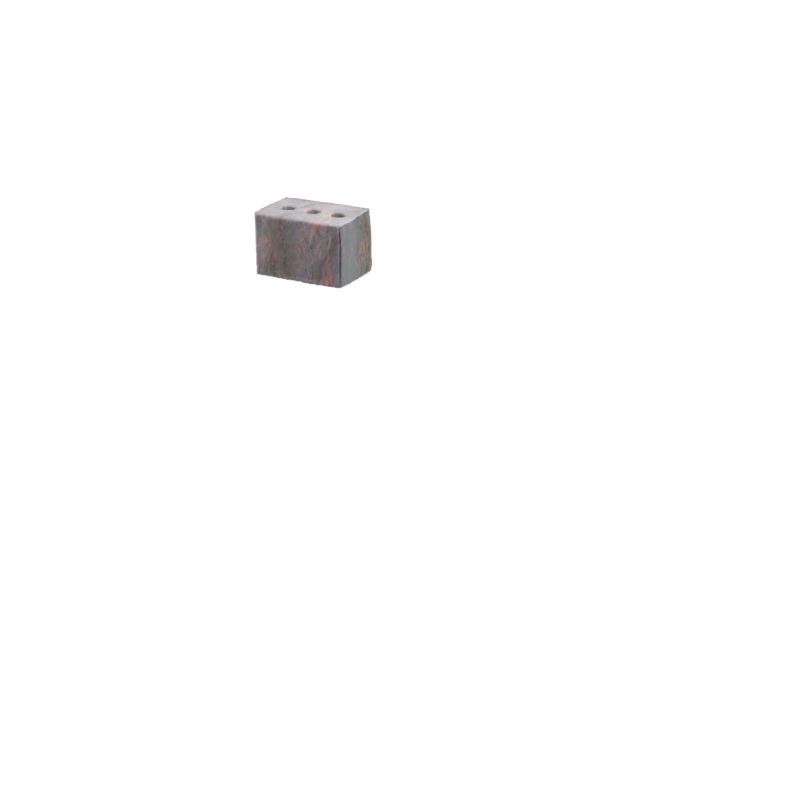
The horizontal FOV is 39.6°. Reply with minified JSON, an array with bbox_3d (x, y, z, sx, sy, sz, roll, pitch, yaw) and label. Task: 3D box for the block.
[{"bbox_3d":[-0.067,-0.123,0.861,0.081,0.049,0.053,11,24,24],"label":"block"}]
